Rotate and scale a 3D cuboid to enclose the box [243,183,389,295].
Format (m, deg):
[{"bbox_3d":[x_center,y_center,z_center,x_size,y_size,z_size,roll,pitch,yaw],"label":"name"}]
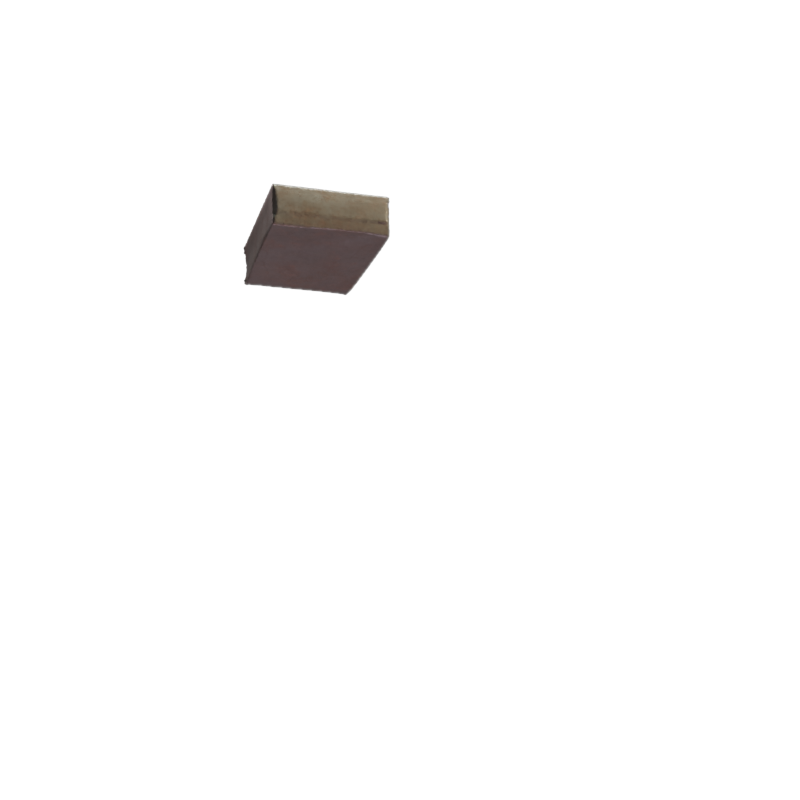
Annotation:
[{"bbox_3d":[-0.066,-0.121,0.850,0.088,0.041,0.110,6,-23,-16],"label":"box"}]
